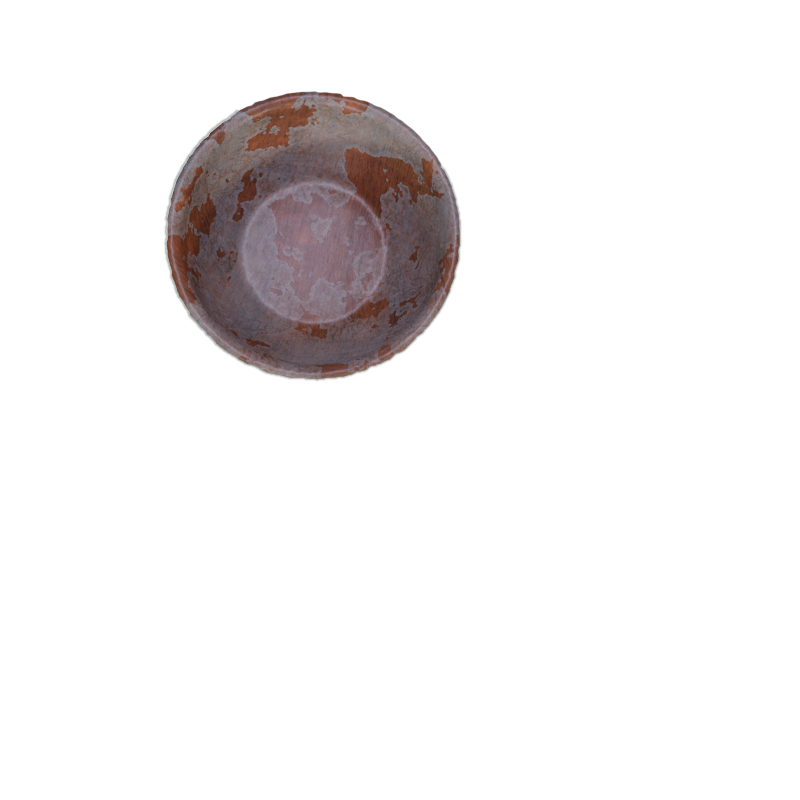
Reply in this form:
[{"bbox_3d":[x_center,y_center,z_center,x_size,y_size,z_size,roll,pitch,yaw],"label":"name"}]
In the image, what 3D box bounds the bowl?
[{"bbox_3d":[-0.049,-0.090,0.629,0.162,0.167,0.053,0,-12,-1],"label":"bowl"}]
